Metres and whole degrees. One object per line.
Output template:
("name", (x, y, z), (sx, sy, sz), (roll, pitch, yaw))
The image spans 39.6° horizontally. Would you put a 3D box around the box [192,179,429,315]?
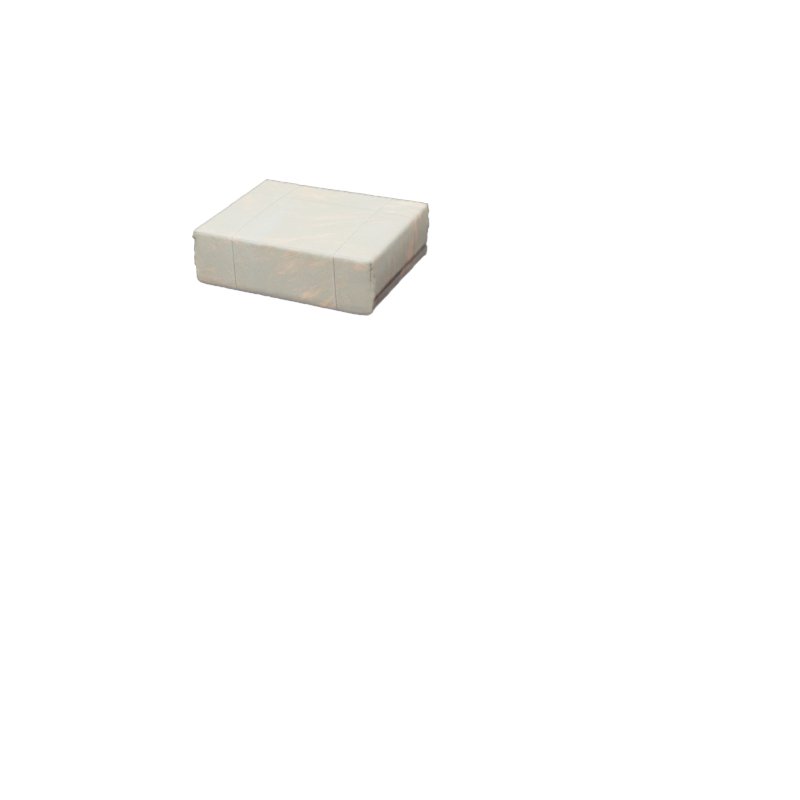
("box", (-0.051, -0.092, 0.648), (0.118, 0.037, 0.092), (13, 34, 20))
